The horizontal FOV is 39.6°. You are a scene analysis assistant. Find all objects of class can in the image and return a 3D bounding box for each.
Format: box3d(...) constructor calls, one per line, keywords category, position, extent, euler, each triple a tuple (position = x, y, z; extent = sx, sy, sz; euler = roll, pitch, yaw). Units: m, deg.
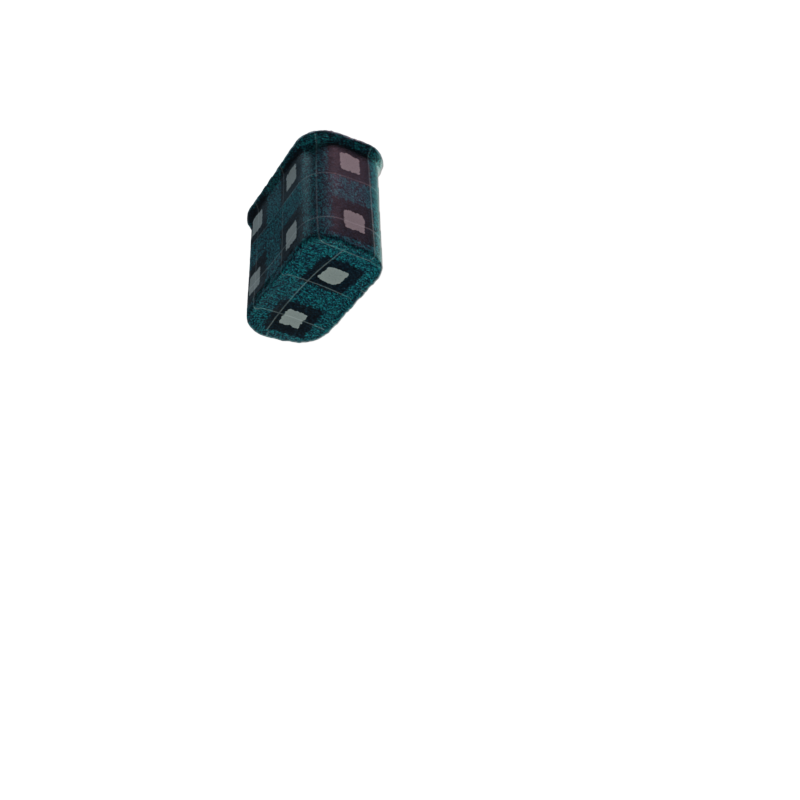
box3d(category="can", position=(-0.051, -0.094, 0.656), extent=(0.055, 0.090, 0.099), euler=(18, -41, -25))
